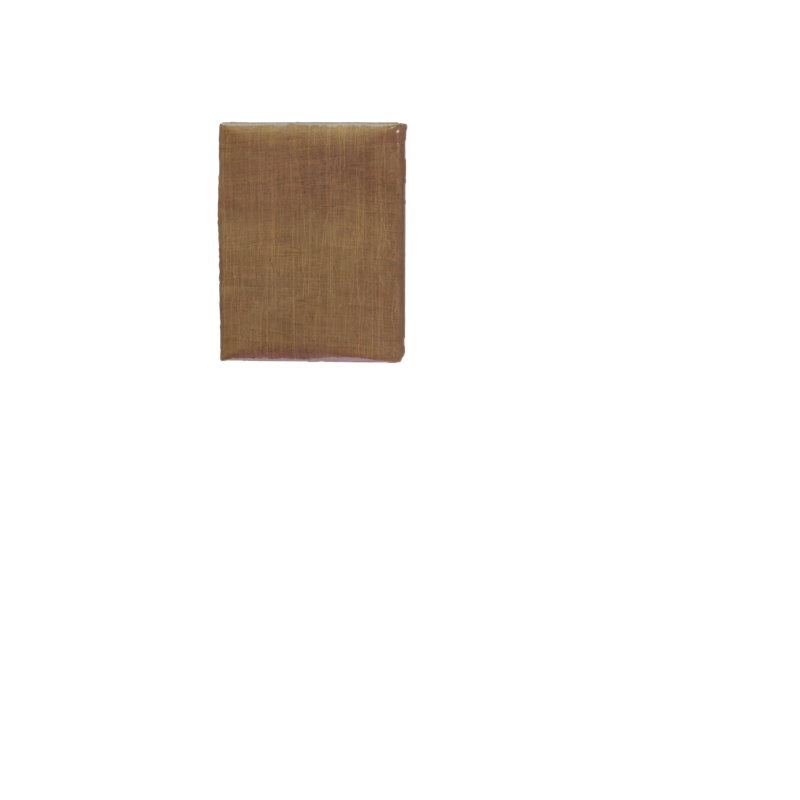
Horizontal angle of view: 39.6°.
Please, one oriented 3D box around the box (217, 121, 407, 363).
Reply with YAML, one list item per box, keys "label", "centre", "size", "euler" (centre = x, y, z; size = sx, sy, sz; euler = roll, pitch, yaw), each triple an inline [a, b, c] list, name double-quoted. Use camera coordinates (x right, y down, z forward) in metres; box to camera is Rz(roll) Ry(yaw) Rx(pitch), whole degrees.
- label: "box"
  centre: [-0.078, -0.142, 0.993]
  size: [0.166, 0.211, 0.072]
  euler: [1, 6, 7]
